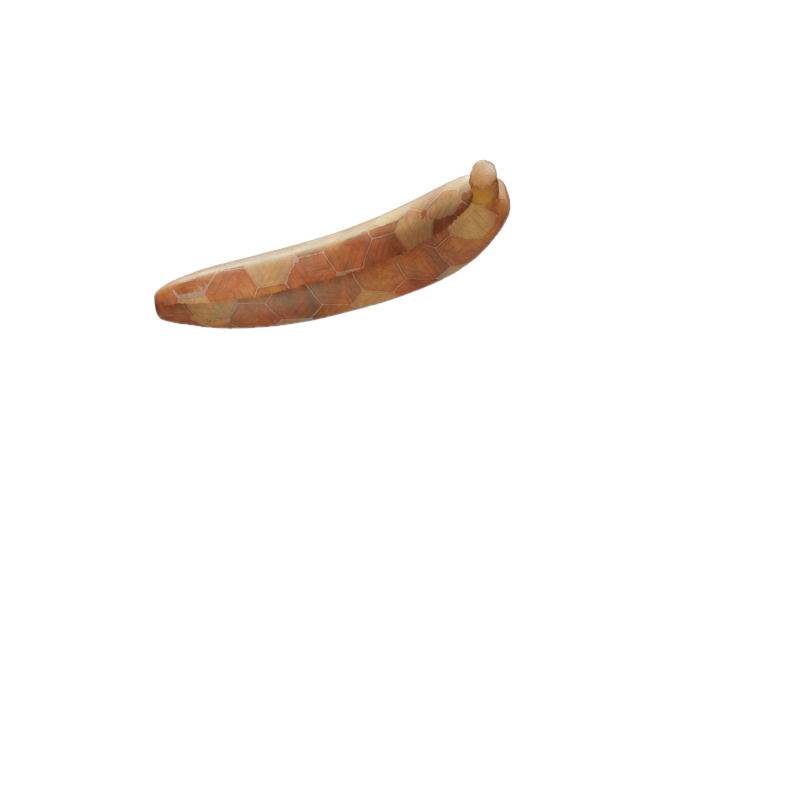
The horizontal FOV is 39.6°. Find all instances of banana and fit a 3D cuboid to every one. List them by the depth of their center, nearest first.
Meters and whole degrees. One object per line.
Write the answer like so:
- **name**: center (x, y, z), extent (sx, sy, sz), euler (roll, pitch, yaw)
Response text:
- **banana**: center (-0.024, -0.067, 0.505), extent (0.200, 0.039, 0.065), euler (-17, -29, 35)
